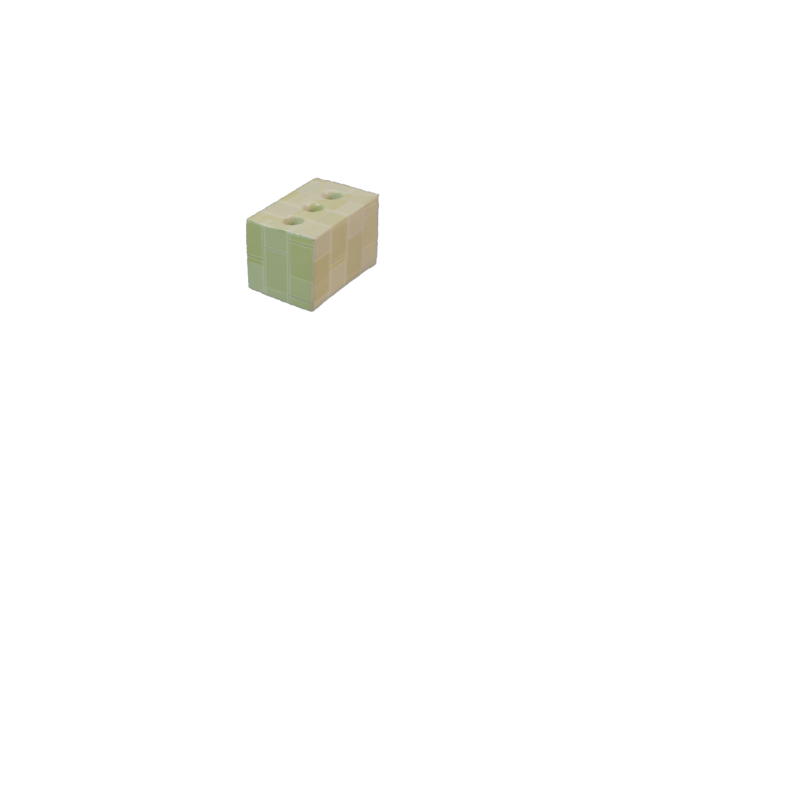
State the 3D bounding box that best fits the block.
[{"bbox_3d":[-0.055,-0.101,0.708,0.055,0.048,0.079,18,37,25],"label":"block"}]
